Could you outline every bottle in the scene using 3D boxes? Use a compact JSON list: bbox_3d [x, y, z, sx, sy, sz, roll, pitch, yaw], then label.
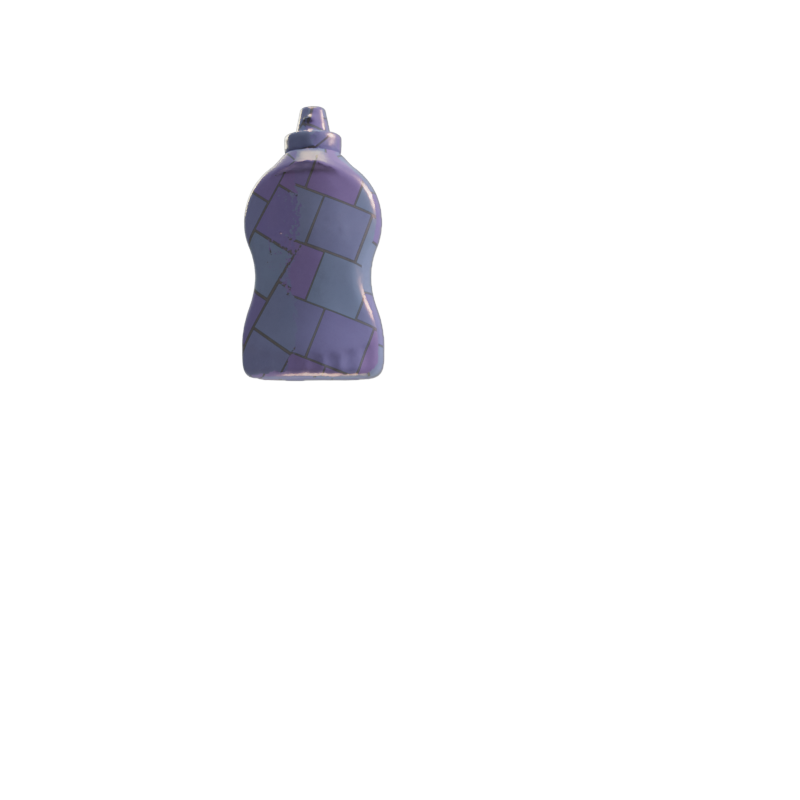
[{"bbox_3d":[-0.061,-0.111,0.775,0.097,0.196,0.056,-2,-9,12],"label":"bottle"}]
